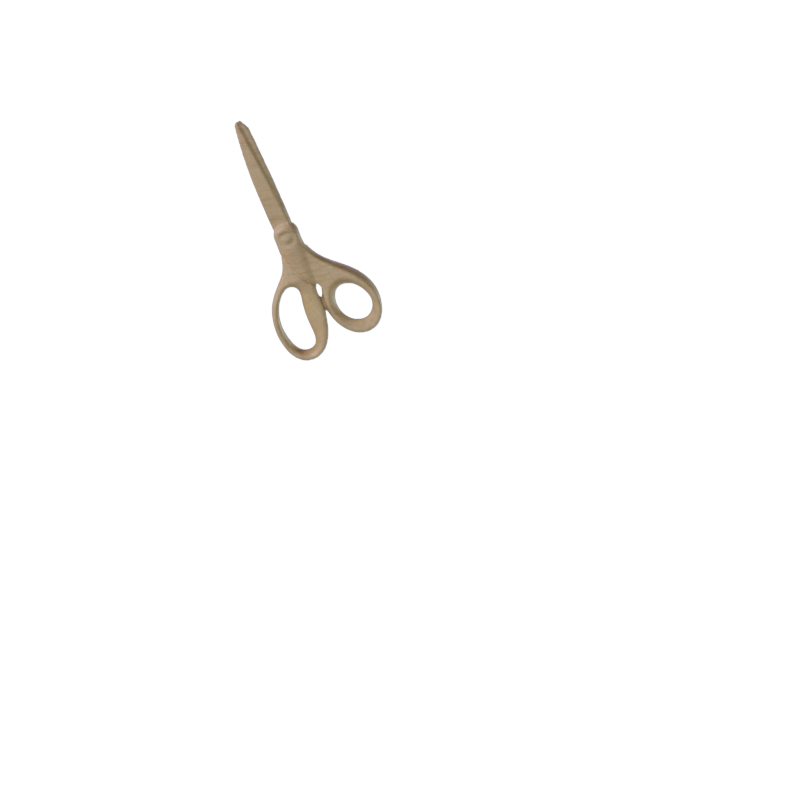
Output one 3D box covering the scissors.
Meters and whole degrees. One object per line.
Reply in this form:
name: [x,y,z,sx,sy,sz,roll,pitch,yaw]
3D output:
scissors: [-0.066,-0.121,0.848,0.096,0.190,0.017,-4,25,2]
